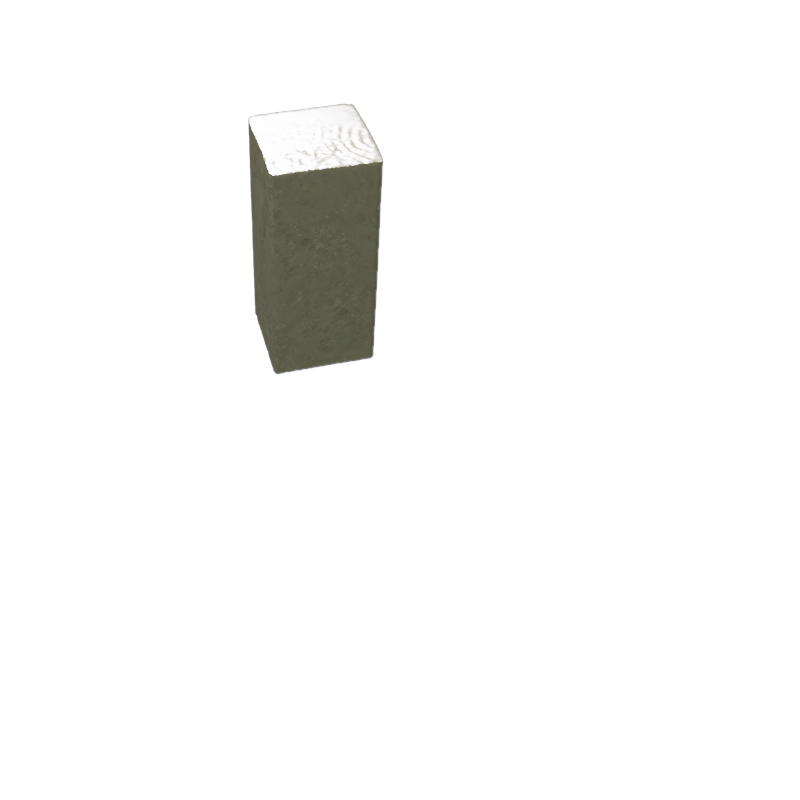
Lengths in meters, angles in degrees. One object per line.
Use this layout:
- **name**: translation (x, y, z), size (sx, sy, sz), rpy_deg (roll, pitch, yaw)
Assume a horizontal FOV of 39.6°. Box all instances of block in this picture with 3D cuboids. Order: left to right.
- **block**: translation (-0.072, -0.133, 0.925), size (0.090, 0.192, 0.098), rpy_deg (-9, 43, -14)
